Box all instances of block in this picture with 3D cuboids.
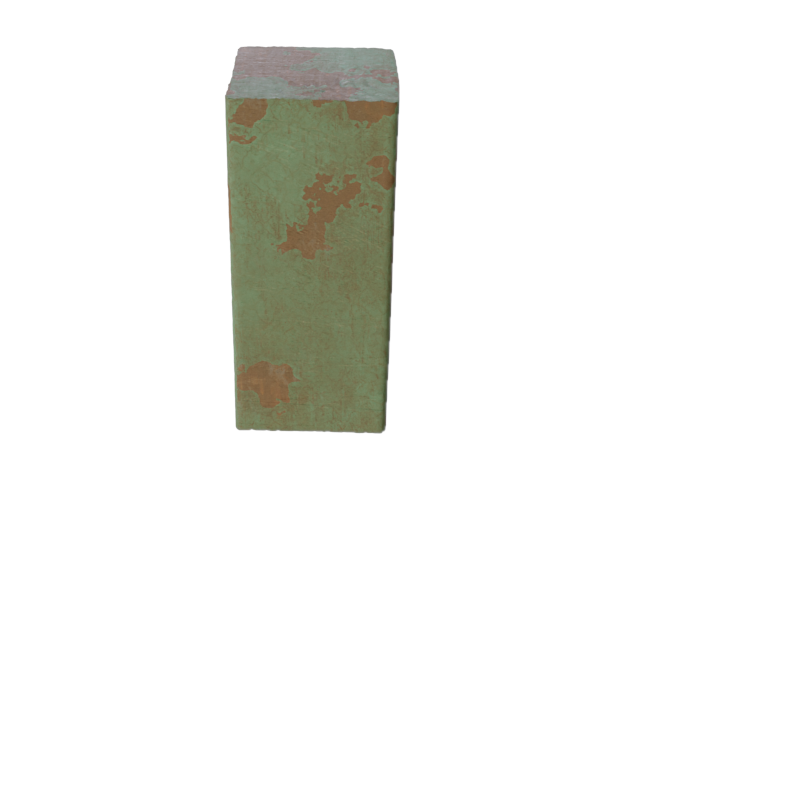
[{"bbox_3d":[-0.050,-0.092,0.642,0.091,0.194,0.096,1,30,-1],"label":"block"}]
